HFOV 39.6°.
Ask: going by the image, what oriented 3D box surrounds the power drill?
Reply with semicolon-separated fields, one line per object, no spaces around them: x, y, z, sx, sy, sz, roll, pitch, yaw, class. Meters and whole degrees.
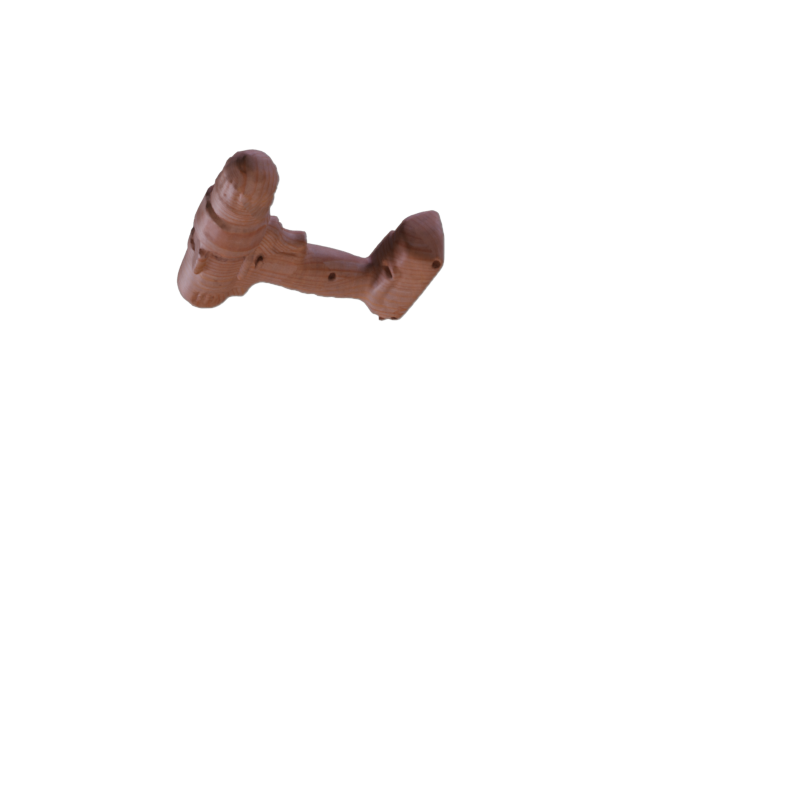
-0.066;-0.120;0.841;0.183;0.061;0.179;8;-26;-18;power drill
